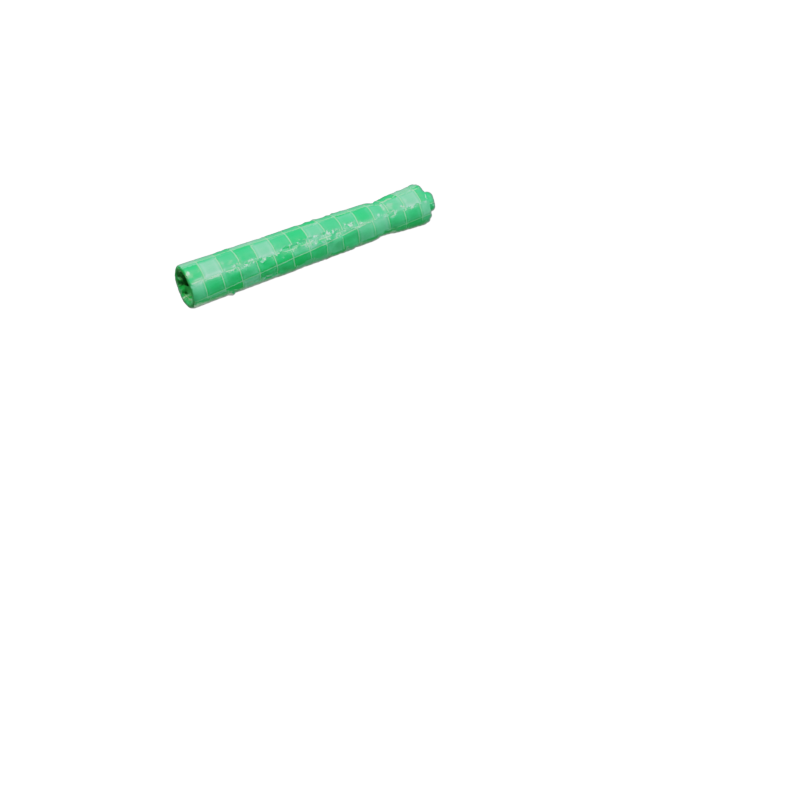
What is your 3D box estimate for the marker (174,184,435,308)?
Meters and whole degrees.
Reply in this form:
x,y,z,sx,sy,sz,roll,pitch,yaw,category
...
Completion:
x,y,z,sx,sy,sz,roll,pitch,yaw,category
-0.037,-0.067,0.469,0.120,0.019,0.020,-23,14,-24,marker
